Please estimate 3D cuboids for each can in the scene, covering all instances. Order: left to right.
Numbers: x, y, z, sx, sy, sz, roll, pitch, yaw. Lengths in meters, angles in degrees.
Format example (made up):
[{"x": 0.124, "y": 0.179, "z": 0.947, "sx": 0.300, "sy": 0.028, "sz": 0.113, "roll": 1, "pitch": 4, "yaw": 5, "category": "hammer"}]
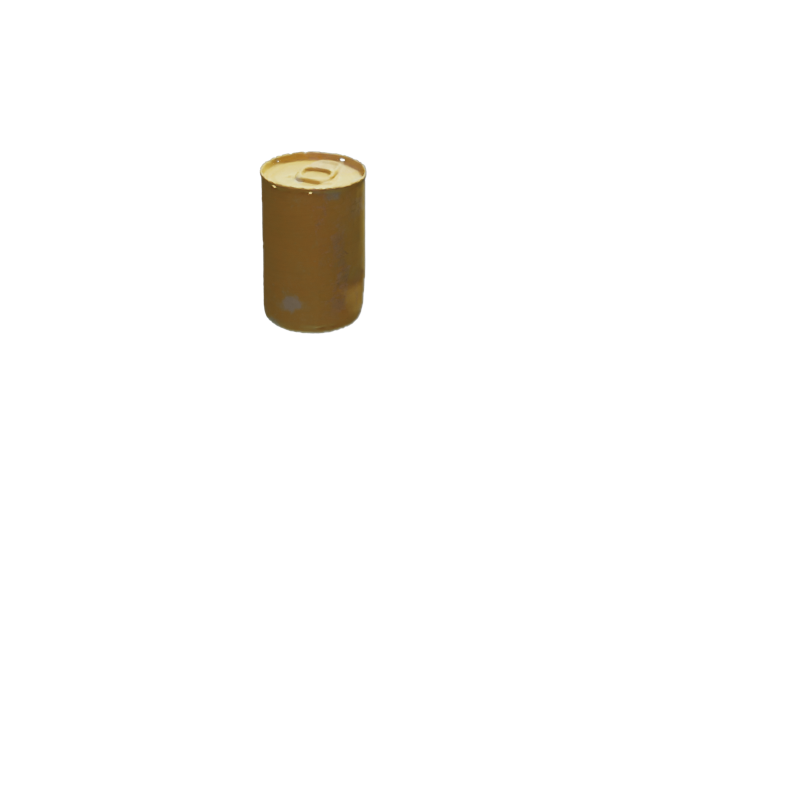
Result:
[{"x": -0.057, "y": -0.103, "z": 0.725, "sx": 0.068, "sy": 0.097, "sz": 0.073, "roll": 0, "pitch": 28, "yaw": -2, "category": "can"}]
